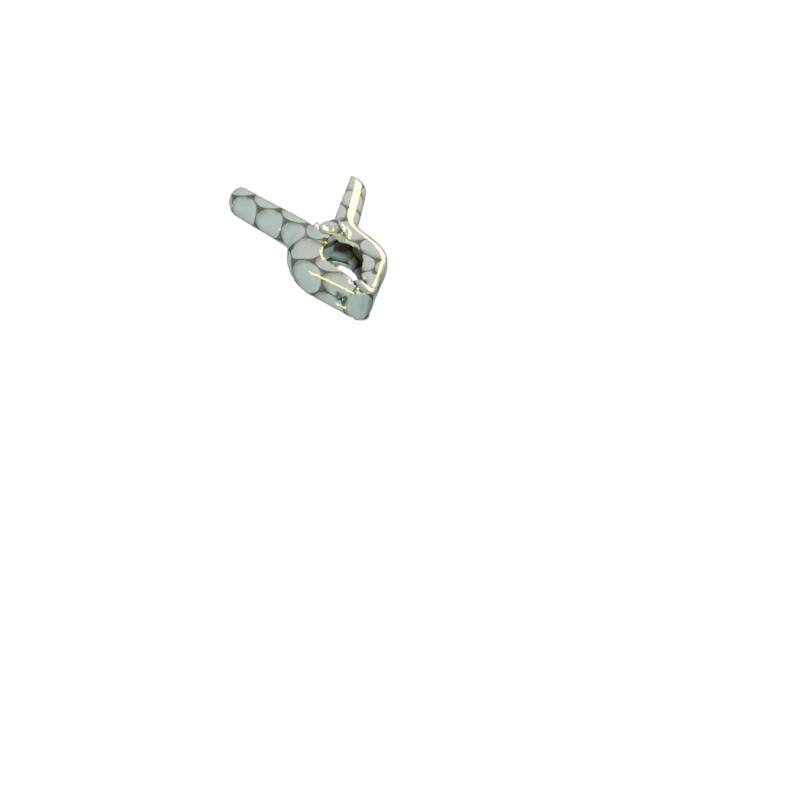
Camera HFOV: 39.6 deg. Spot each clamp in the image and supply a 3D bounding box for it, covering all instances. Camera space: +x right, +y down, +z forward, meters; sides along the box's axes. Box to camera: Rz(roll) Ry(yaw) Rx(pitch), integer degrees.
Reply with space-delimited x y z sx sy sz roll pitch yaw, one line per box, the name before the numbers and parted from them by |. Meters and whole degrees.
clamp | -0.070 -0.127 0.892 0.119 0.037 0.185 -8 40 -10
